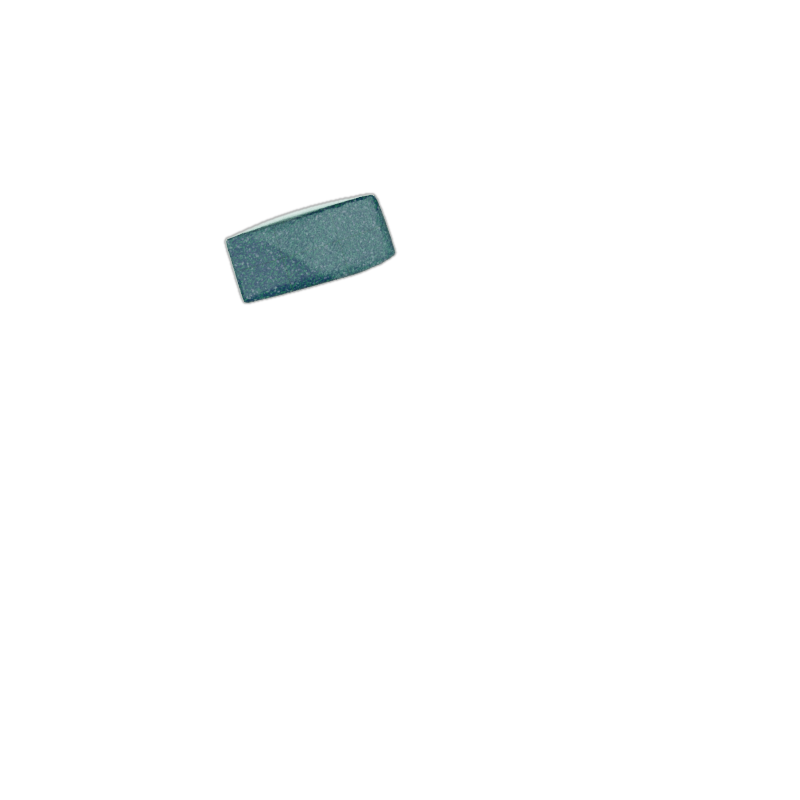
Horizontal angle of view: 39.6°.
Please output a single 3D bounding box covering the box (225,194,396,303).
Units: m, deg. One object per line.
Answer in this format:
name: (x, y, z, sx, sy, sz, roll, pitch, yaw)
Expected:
box: (-0.056, -0.103, 0.717, 0.093, 0.047, 0.180, -17, 13, 0)
